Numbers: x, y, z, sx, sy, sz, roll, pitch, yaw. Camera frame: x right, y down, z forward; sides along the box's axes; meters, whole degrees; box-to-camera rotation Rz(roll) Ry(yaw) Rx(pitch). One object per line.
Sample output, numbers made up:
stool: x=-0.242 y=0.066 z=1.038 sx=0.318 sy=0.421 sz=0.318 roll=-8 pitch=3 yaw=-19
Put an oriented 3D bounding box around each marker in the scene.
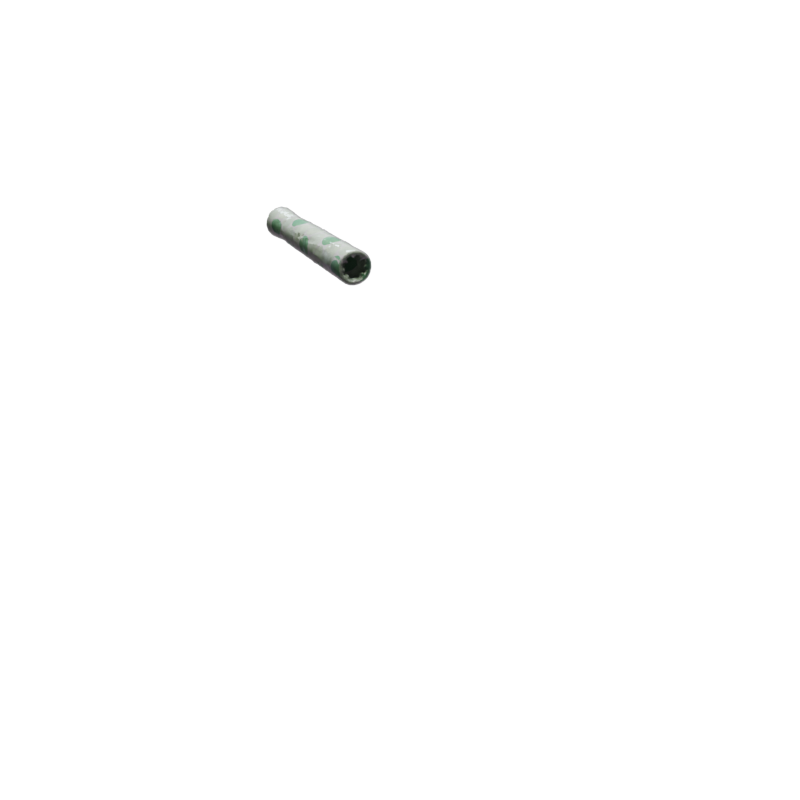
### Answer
marker: x=-0.048 y=-0.088 z=0.618 sx=0.019 sy=0.019 sz=0.128 roll=-2 pitch=20 yaw=-24
